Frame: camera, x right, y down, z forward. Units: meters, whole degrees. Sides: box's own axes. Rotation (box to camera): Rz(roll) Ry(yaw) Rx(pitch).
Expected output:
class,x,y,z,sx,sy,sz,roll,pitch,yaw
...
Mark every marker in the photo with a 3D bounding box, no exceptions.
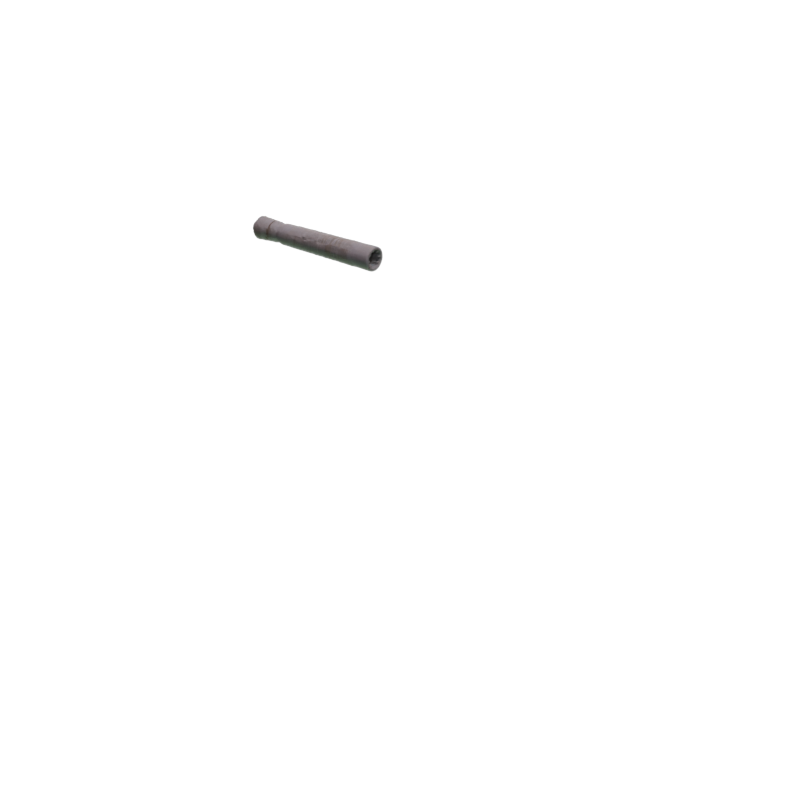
class,x,y,z,sx,sy,sz,roll,pitch,yaw
marker,-0.066,-0.121,0.848,0.128,0.019,0.019,21,16,36
